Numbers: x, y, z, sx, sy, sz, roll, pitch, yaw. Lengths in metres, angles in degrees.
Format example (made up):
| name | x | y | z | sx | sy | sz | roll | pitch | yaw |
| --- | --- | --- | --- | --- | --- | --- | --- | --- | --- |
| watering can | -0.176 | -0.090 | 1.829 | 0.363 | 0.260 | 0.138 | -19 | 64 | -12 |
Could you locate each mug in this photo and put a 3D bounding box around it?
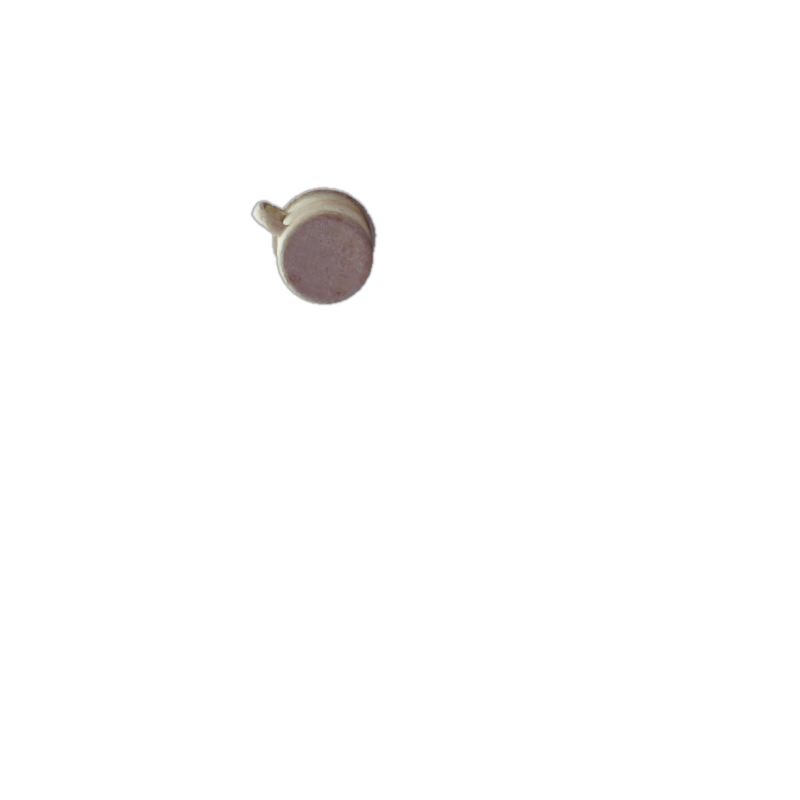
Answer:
| name | x | y | z | sx | sy | sz | roll | pitch | yaw |
| --- | --- | --- | --- | --- | --- | --- | --- | --- | --- |
| mug | -0.075 | -0.137 | 0.962 | 0.115 | 0.092 | 0.084 | 32 | 12 | -10 |
